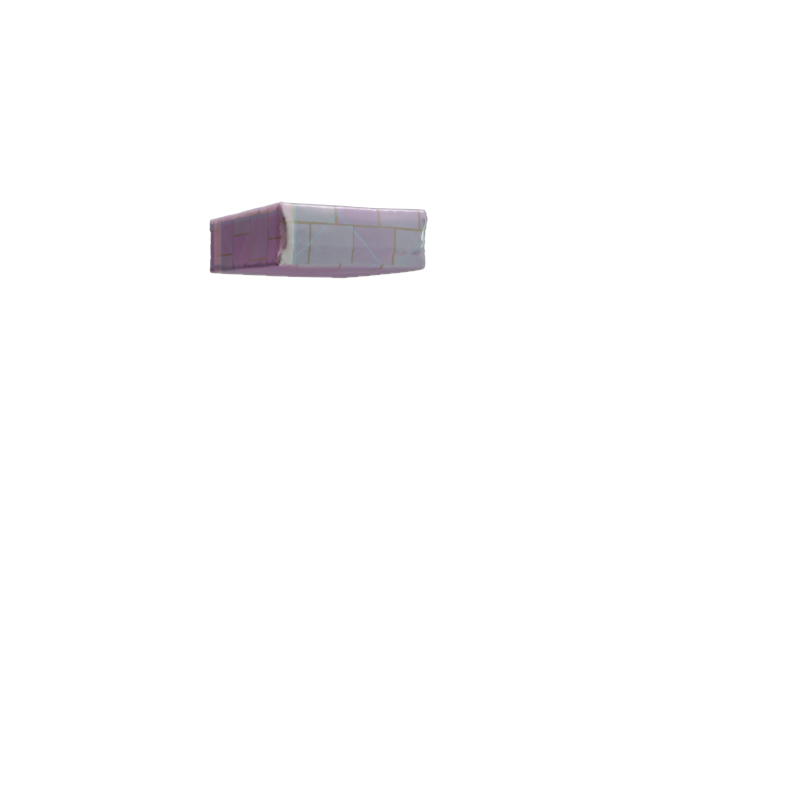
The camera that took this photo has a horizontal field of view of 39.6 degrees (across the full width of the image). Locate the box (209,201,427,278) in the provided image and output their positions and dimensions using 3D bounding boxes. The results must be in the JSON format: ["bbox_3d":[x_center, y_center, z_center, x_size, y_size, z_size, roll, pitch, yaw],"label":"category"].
[{"bbox_3d":[-0.040,-0.074,0.516,0.071,0.030,0.092,-1,3,-27],"label":"box"}]
